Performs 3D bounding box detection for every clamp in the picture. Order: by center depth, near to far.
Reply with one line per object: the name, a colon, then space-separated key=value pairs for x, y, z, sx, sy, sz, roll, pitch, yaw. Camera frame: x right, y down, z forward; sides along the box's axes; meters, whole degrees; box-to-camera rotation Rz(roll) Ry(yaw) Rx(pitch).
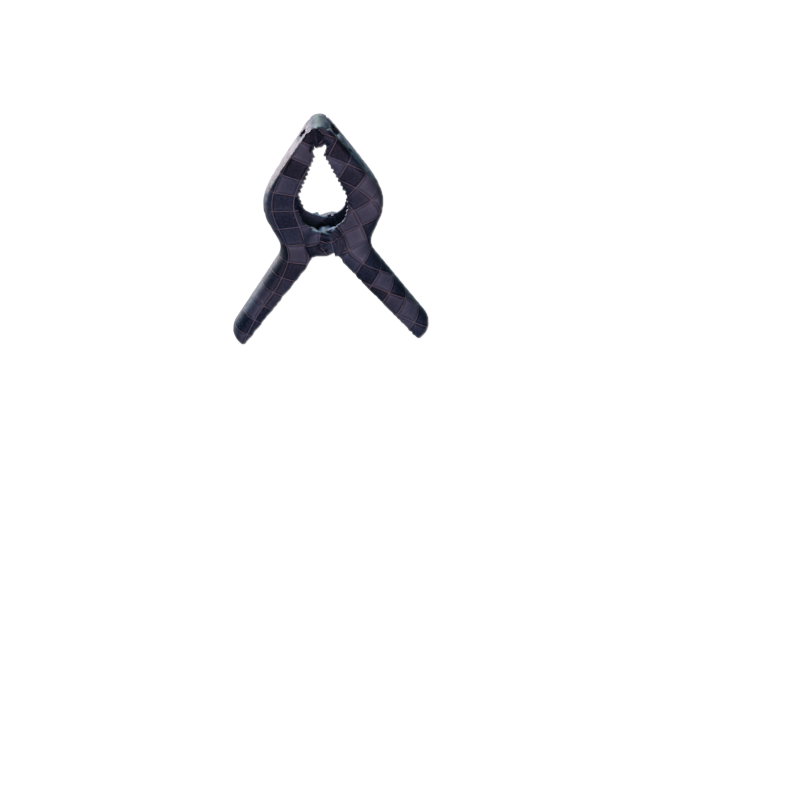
clamp: x=-0.070 y=-0.128 z=0.898 sx=0.165 sy=0.196 sz=0.039 roll=-8 pitch=32 yaw=5
